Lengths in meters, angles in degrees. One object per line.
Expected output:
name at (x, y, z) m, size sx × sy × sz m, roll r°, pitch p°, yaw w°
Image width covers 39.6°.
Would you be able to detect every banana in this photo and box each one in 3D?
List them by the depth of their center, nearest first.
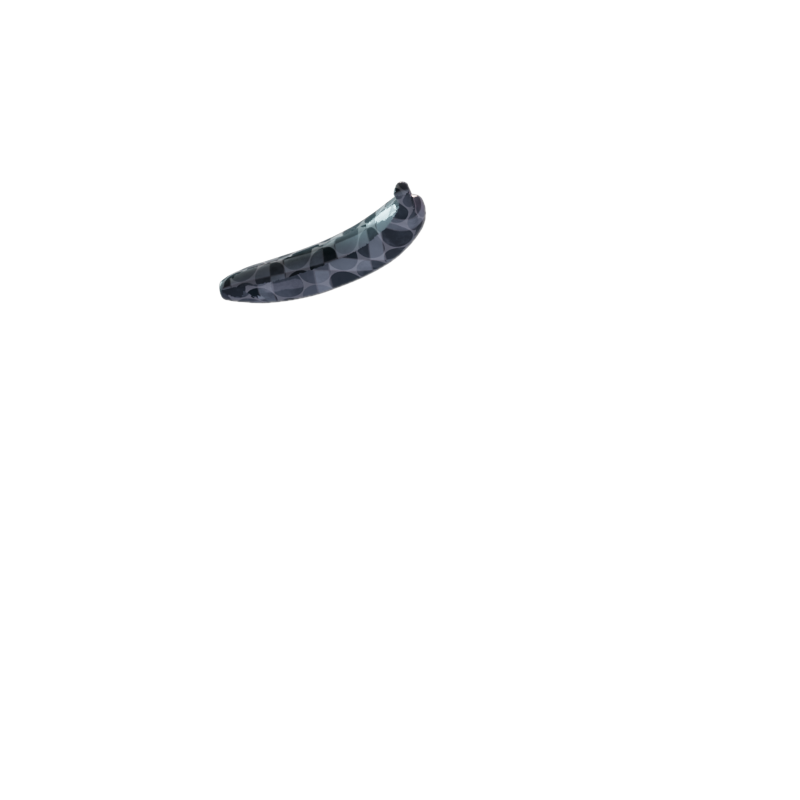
banana at (-0.048, -0.112, 0.823) m, size 0.198 × 0.039 × 0.065 m, roll -24°, pitch -37°, yaw 36°
